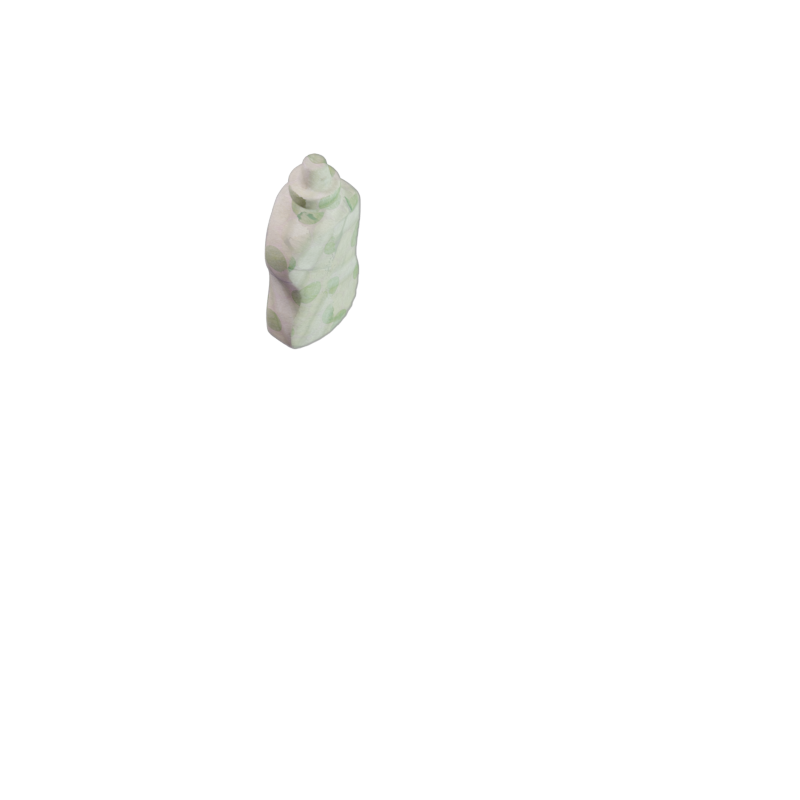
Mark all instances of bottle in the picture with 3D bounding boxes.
[{"bbox_3d":[-0.071,-0.130,0.910,0.061,0.098,0.179,34,-30,19],"label":"bottle"}]
